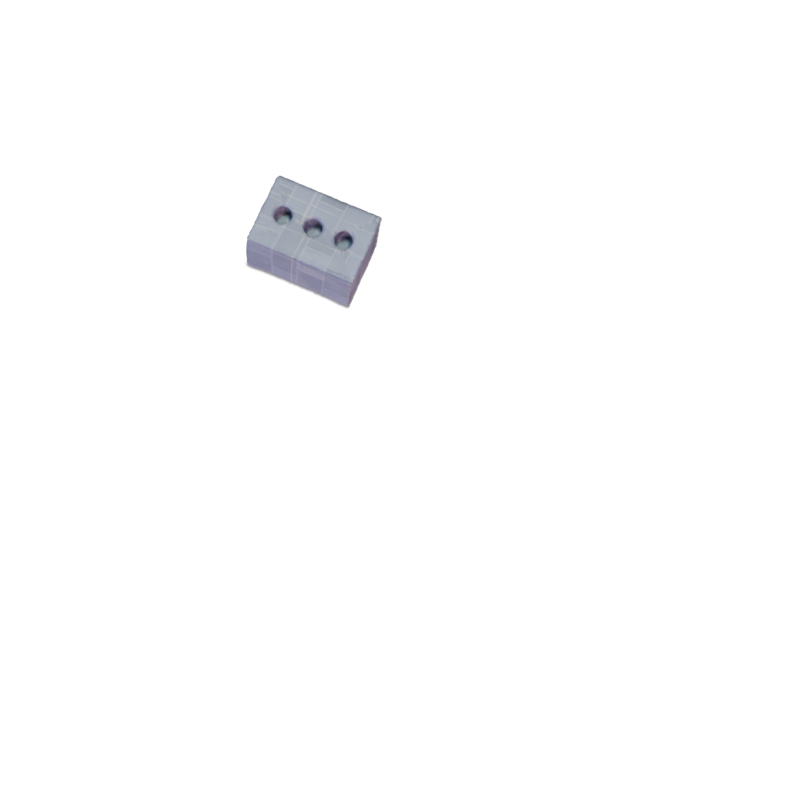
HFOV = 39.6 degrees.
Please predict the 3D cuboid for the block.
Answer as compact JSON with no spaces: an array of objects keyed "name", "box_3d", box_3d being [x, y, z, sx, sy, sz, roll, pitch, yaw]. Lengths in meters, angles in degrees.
[{"name":"block","box_3d":[-0.058,-0.106,0.745,0.079,0.054,0.049,22,-18,7]}]
